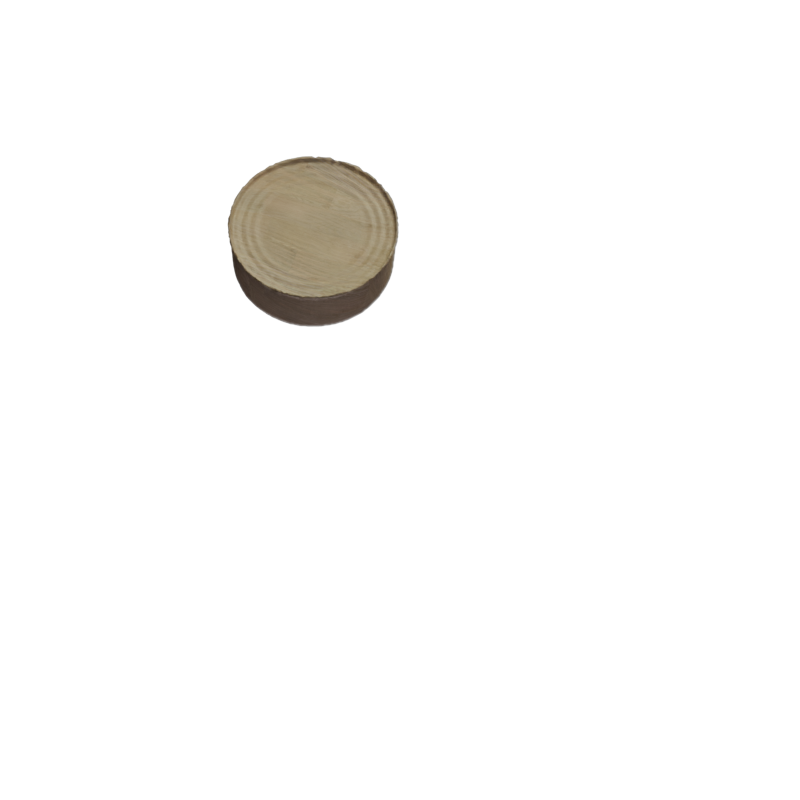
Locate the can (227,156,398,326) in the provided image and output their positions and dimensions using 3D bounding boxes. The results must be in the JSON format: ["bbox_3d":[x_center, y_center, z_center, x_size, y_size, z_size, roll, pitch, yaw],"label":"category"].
[{"bbox_3d":[-0.044,-0.081,0.568,0.086,0.092,0.031,-1,-31,-1],"label":"can"}]
